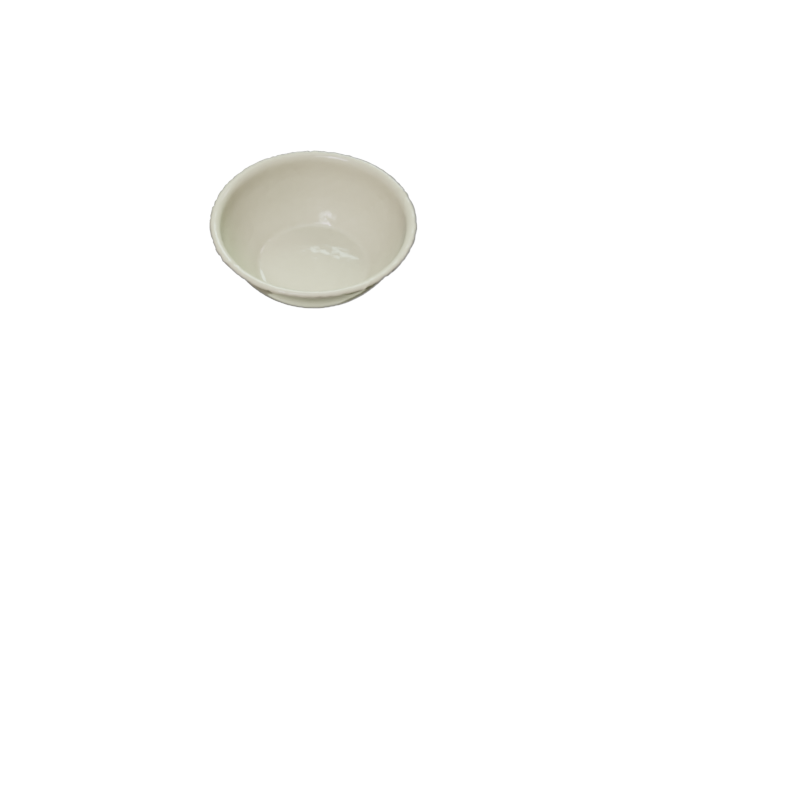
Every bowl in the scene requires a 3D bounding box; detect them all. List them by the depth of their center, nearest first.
[{"bbox_3d":[-0.069,-0.126,0.882,0.162,0.174,0.051,-1,-40,-1],"label":"bowl"}]
